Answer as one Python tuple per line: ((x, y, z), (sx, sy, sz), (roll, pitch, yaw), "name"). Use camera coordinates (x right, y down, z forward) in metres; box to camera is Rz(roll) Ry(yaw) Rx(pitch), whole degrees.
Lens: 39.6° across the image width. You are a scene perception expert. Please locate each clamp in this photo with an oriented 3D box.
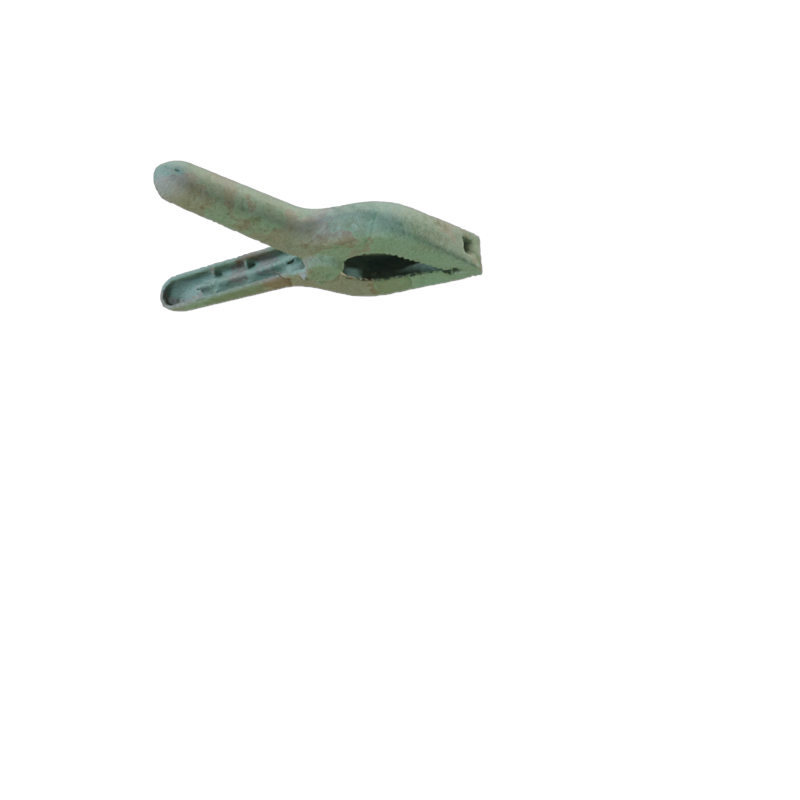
((-0.053, -0.097, 0.680), (0.210, 0.038, 0.156), (0, -21, 0), "clamp")
